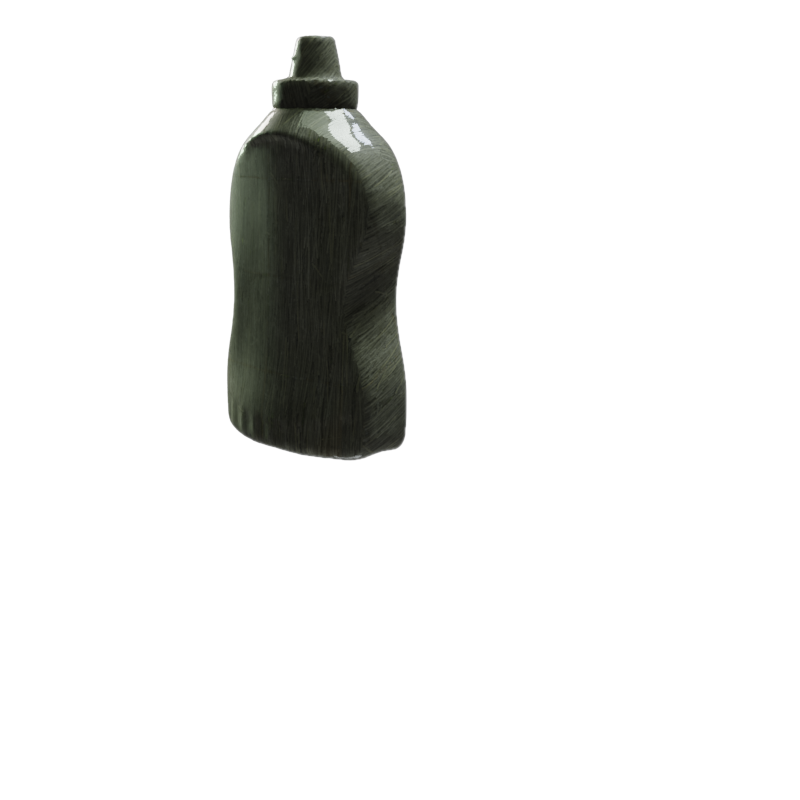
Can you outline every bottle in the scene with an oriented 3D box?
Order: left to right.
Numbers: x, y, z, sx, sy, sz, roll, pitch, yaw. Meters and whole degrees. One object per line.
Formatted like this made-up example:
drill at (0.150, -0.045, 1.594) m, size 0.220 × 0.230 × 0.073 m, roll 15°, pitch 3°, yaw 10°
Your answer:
bottle at (-0.041, -0.075, 0.526) m, size 0.056 × 0.189 × 0.101 m, roll -5°, pitch 9°, yaw -44°
